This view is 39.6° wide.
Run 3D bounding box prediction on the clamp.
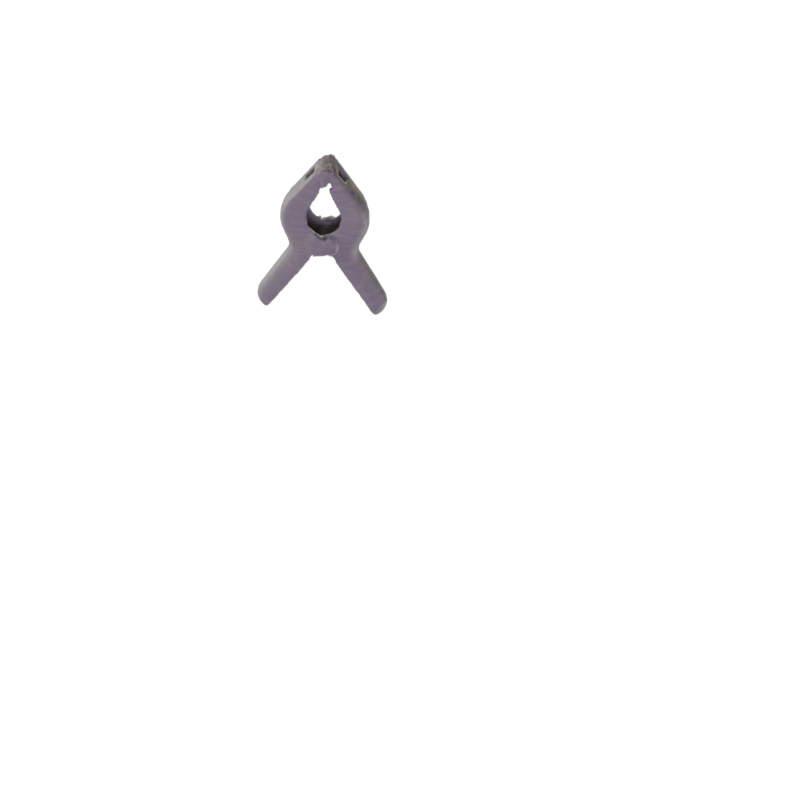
[{"bbox_3d":[-0.078,-0.143,0.999,0.120,0.159,0.042,-5,38,3],"label":"clamp"}]
